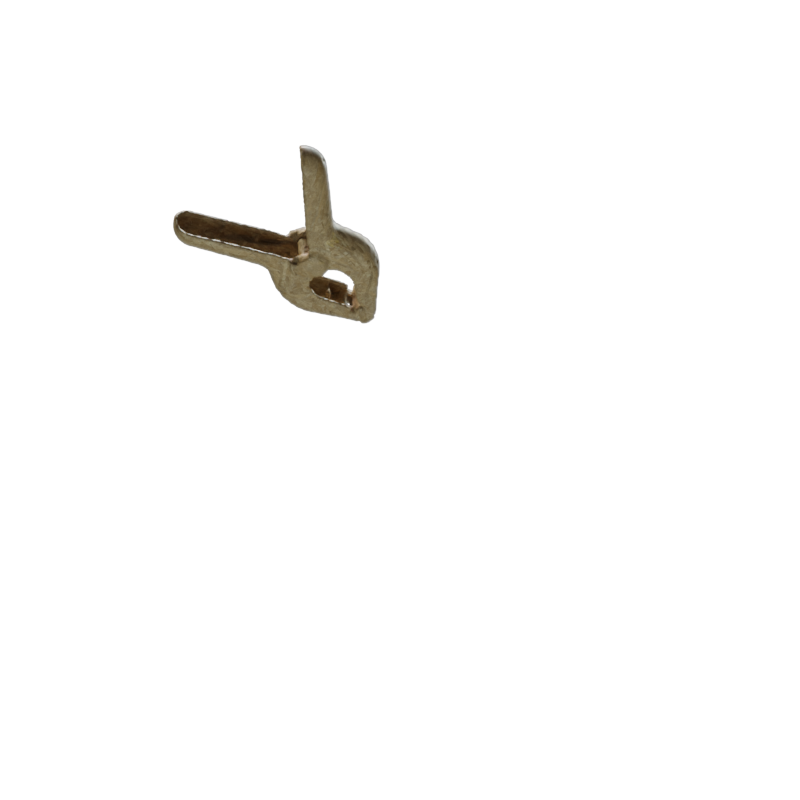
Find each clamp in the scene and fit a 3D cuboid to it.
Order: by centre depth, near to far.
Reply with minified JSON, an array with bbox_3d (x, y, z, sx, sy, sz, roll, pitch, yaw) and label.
[{"bbox_3d":[-0.062,-0.112,0.786,0.120,0.042,0.160,-25,-39,35],"label":"clamp"}]
